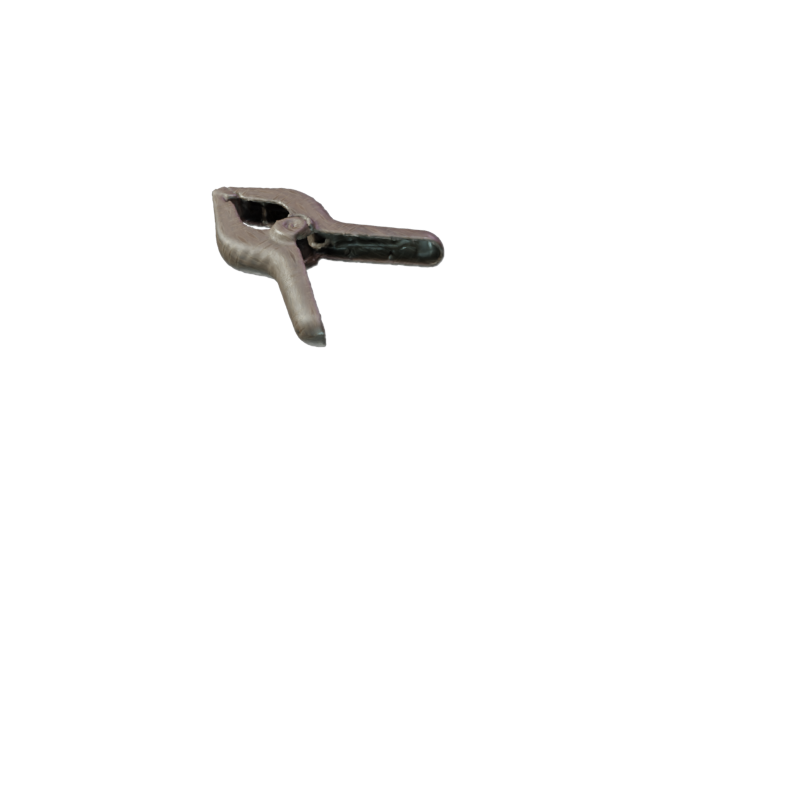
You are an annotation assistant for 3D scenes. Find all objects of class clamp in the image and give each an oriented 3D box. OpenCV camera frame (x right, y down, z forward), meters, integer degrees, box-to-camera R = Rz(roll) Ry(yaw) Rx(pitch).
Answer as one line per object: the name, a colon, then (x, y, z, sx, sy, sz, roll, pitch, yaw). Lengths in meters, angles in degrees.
clamp: (-0.058, -0.106, 0.742, 0.119, 0.037, 0.185, -25, 46, -27)
